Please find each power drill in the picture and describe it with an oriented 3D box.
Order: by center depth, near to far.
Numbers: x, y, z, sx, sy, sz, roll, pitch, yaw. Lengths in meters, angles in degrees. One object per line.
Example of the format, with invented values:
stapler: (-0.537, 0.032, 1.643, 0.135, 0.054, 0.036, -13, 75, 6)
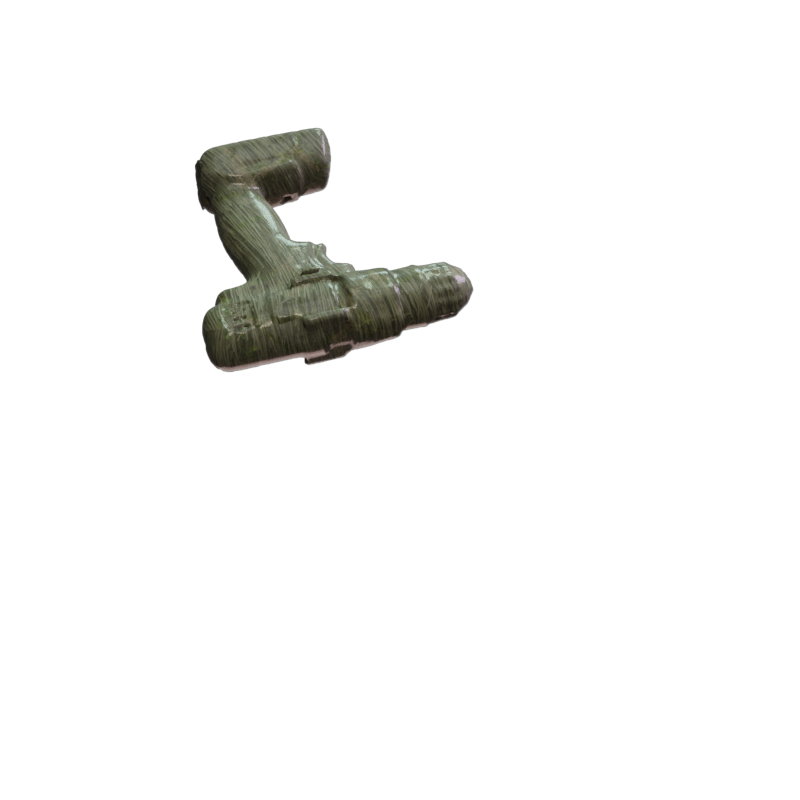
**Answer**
power drill: (-0.062, -0.112, 0.786, 0.183, 0.203, 0.053, -13, -40, -11)
